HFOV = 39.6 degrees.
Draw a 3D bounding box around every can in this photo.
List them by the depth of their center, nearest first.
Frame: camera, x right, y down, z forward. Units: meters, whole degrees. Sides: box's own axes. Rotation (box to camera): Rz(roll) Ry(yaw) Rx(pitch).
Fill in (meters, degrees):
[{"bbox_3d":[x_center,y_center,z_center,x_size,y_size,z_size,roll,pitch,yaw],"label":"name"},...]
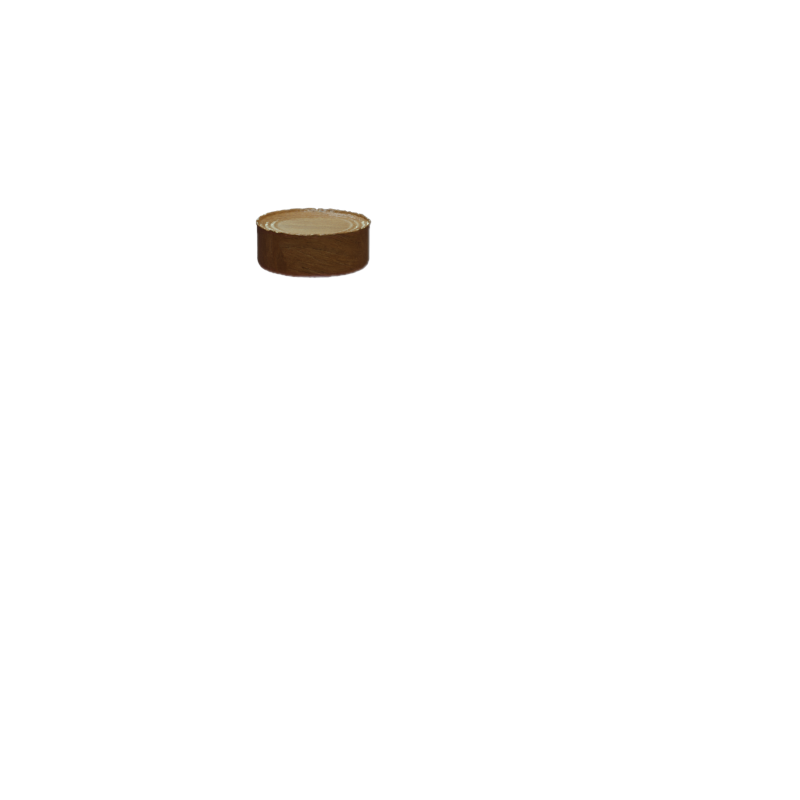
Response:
[{"bbox_3d":[-0.065,-0.118,0.828,0.086,0.032,0.090,-1,21,-2],"label":"can"}]
